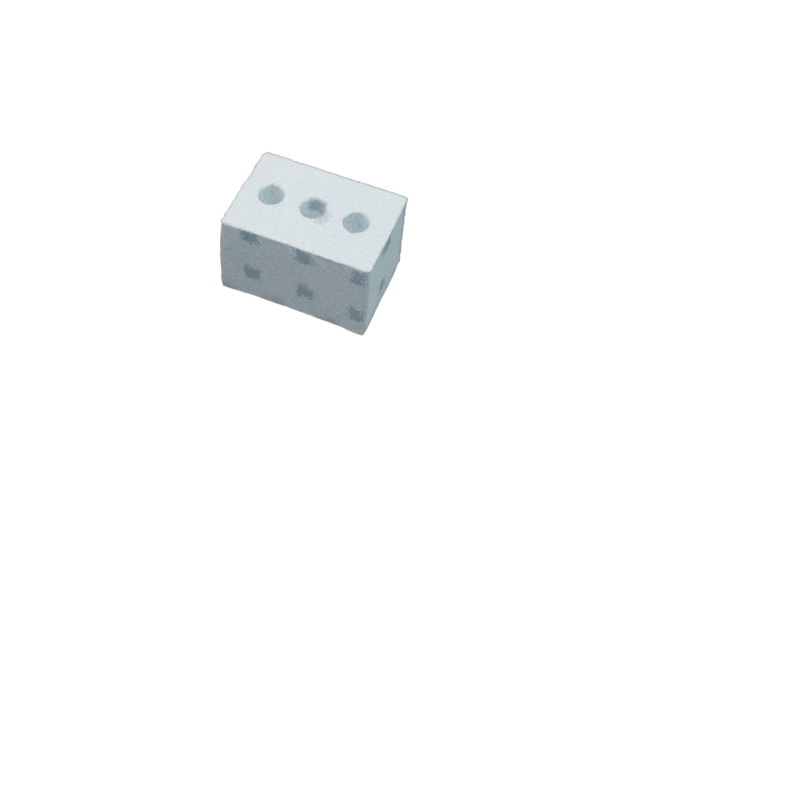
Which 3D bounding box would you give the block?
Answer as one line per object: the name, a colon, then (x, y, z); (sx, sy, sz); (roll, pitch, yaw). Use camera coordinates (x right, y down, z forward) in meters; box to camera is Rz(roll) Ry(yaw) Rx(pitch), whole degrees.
block: (-0.042, -0.077, 0.539); (0.080, 0.055, 0.048); (19, -34, 12)
